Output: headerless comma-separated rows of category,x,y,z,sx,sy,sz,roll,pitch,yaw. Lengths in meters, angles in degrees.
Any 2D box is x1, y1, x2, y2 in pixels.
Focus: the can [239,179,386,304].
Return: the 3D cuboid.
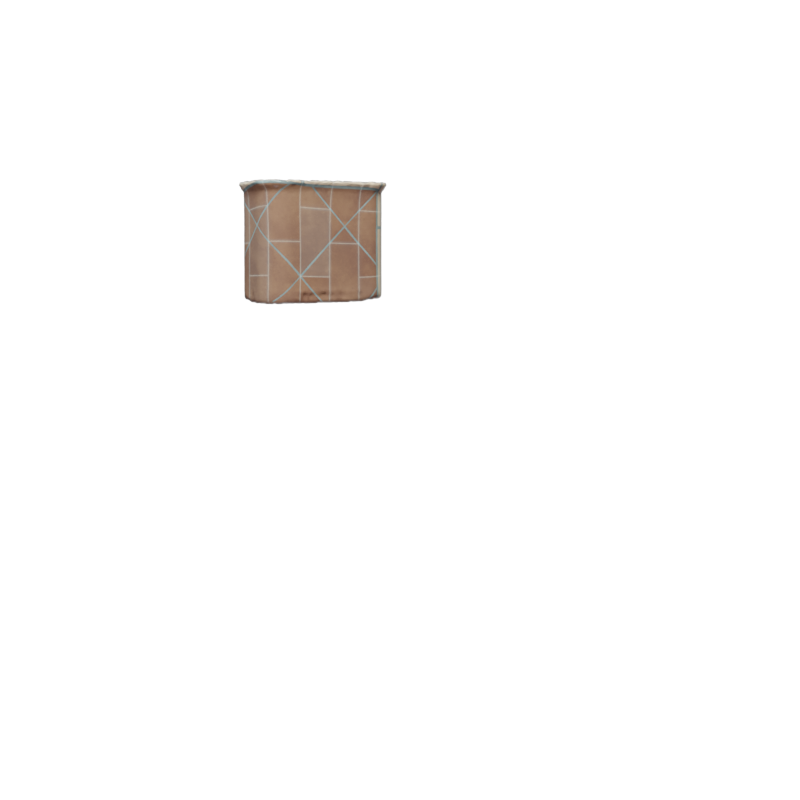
can,-0.061,-0.111,0.779,0.099,0.084,0.060,-3,4,-30
